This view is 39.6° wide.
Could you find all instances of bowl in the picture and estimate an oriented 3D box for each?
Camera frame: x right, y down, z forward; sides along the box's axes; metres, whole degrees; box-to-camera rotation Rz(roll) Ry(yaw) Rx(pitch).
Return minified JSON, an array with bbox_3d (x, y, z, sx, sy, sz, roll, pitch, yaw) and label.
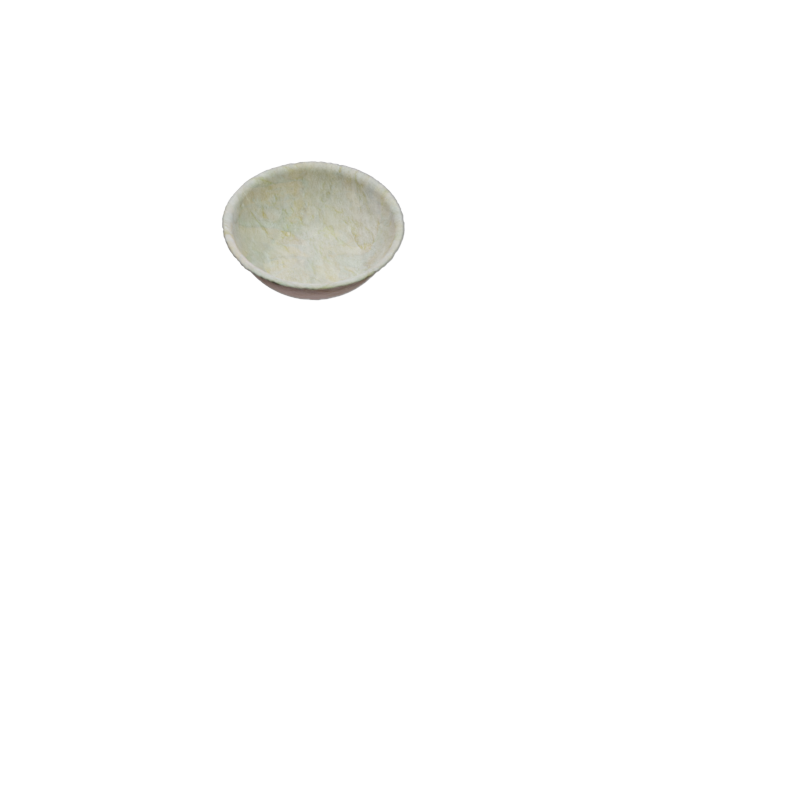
[{"bbox_3d":[-0.078,-0.143,0.999,0.162,0.174,0.051,-1,-41,-1],"label":"bowl"}]
